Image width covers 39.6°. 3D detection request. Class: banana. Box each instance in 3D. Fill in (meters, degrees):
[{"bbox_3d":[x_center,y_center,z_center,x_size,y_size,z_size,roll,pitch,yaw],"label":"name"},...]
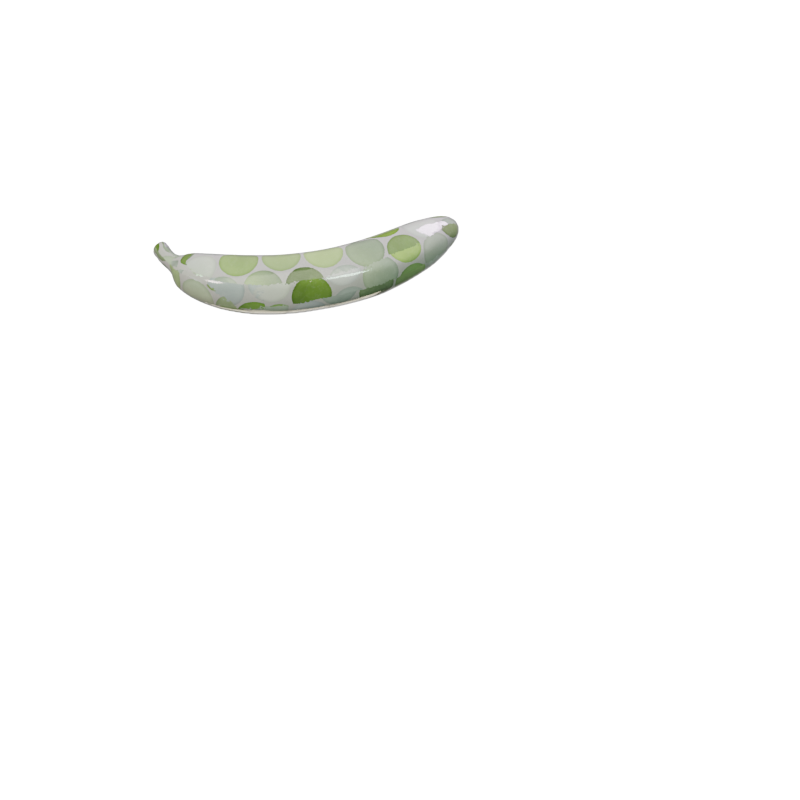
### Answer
[{"bbox_3d":[-0.057,-0.085,0.694,0.197,0.075,0.034,-4,-37,-3],"label":"banana"}]
